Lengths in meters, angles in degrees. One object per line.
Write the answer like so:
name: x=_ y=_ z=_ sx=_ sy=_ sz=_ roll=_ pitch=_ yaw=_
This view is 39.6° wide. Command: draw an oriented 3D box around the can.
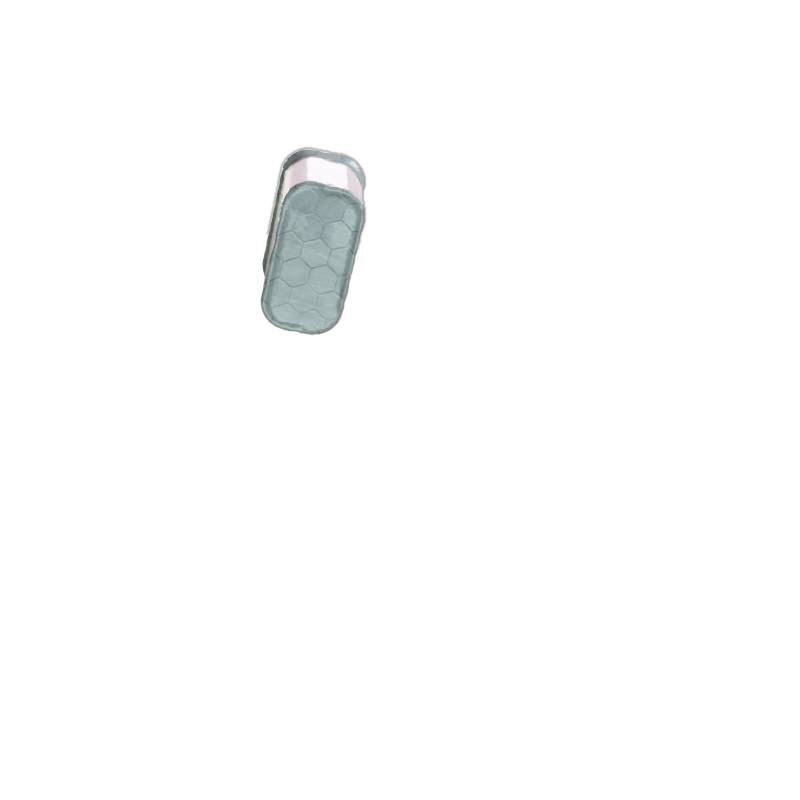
can: x=-0.056 y=-0.101 z=0.711 sx=0.057 sy=0.098 sz=0.088 roll=11 pitch=20 yaw=-8
